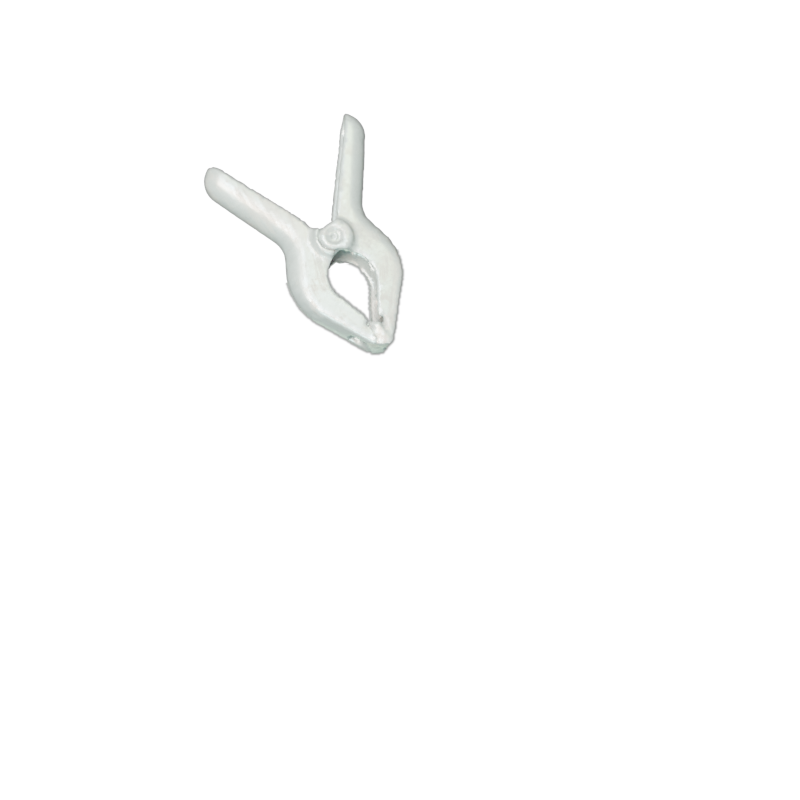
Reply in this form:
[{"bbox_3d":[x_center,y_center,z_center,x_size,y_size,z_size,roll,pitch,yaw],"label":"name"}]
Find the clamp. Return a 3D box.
[{"bbox_3d":[-0.059,-0.108,0.758,0.119,0.180,0.037,-17,-19,-6],"label":"clamp"}]
